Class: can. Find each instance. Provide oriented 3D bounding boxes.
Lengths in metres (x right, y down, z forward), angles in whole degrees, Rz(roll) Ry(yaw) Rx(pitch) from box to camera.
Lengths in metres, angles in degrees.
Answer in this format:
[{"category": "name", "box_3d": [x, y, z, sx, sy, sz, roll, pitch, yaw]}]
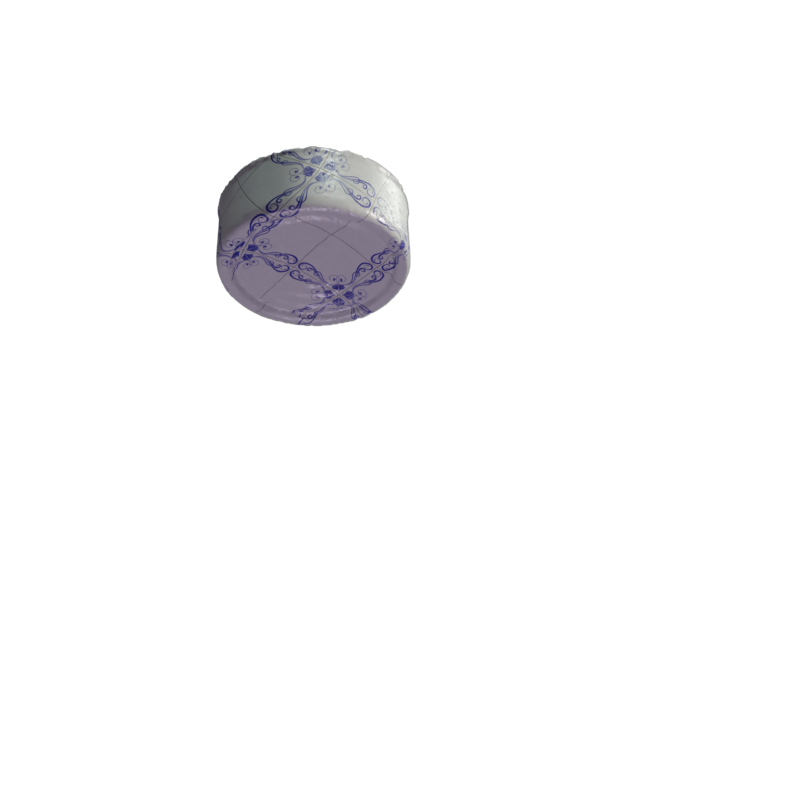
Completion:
[{"category": "can", "box_3d": [-0.038, -0.070, 0.487, 0.086, 0.036, 0.080, 1, -36, -2]}]
